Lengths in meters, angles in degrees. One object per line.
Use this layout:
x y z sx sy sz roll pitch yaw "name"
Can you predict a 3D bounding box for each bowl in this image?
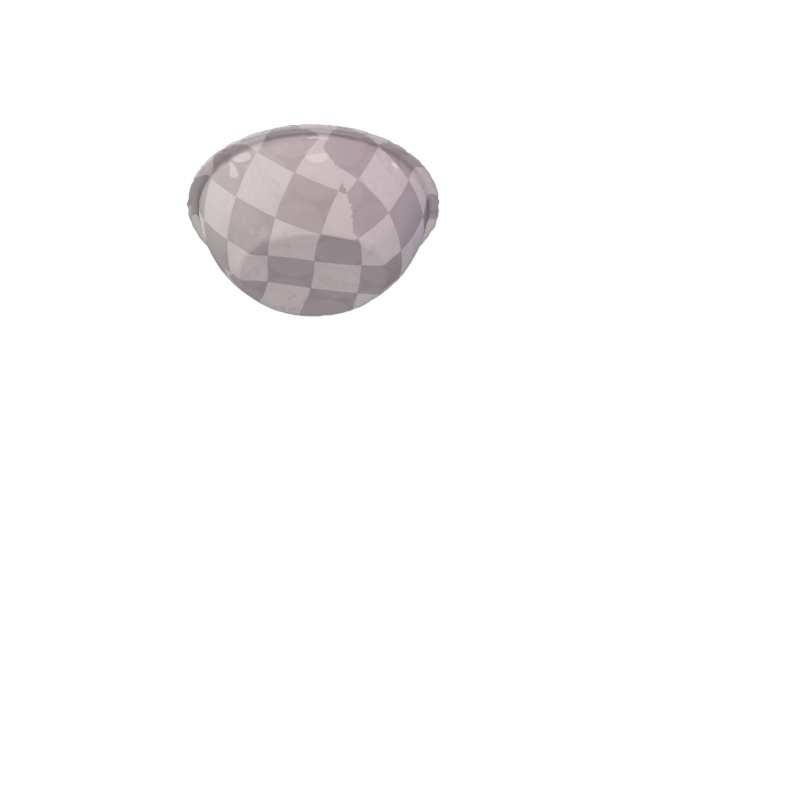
-0.055 -0.100 0.699 0.162 0.059 0.152 1 -32 -2 "bowl"
